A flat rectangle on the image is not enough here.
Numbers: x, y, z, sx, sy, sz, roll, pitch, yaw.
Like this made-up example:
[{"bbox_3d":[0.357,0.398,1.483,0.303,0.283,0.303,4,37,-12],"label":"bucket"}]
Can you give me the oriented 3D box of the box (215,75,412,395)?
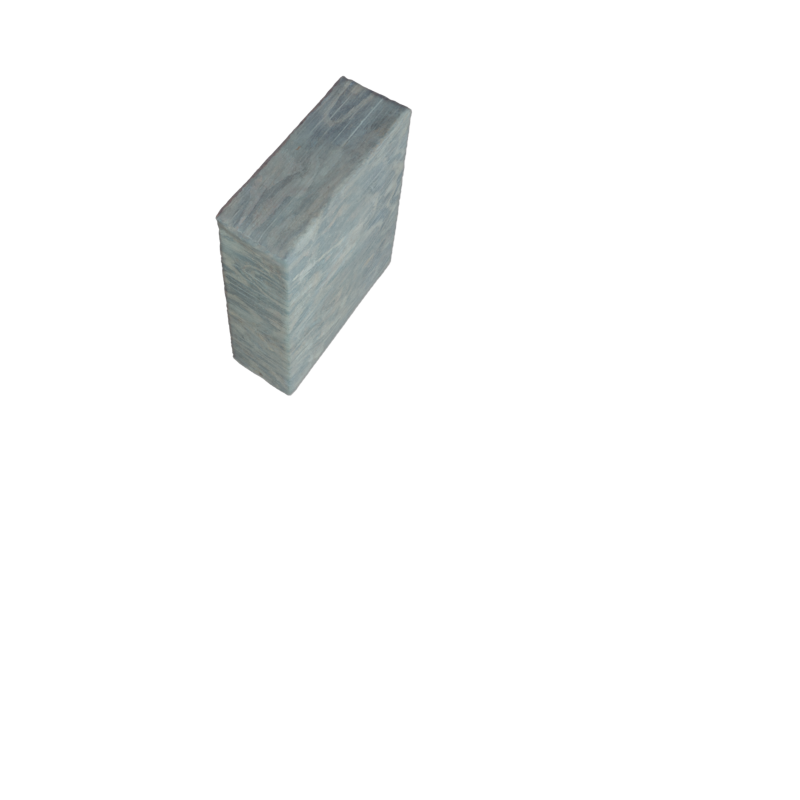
[{"bbox_3d":[-0.069,-0.125,0.875,0.074,0.168,0.201,30,-26,11],"label":"box"}]
